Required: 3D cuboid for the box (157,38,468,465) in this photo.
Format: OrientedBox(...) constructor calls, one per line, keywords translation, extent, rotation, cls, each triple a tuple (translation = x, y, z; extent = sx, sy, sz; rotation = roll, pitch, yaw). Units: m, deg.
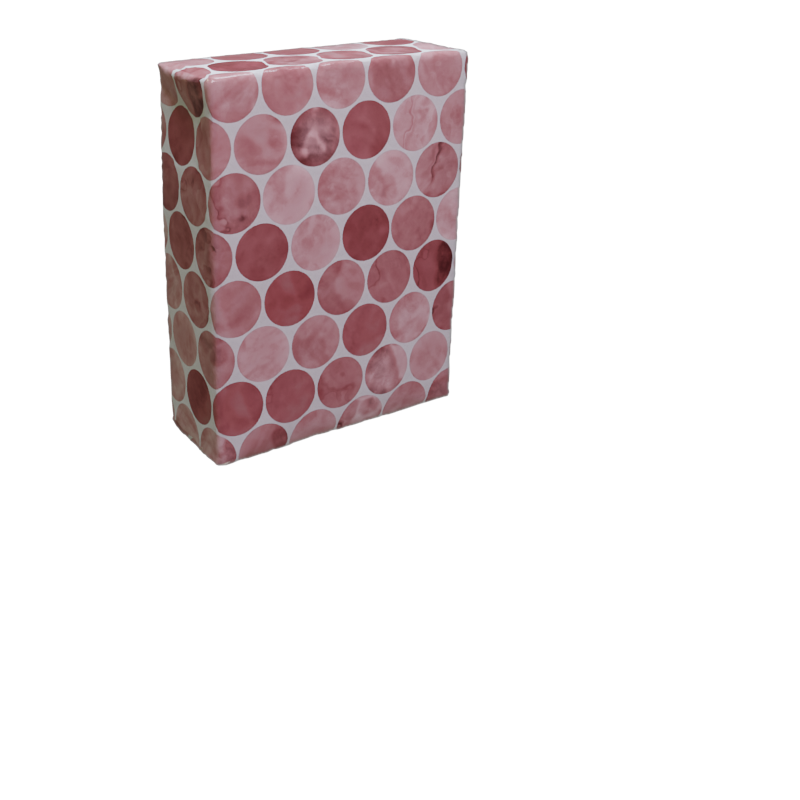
OrientedBox(translation=(-0.049, -0.090, 0.629), extent=(0.161, 0.204, 0.077), rotation=(-14, 25, -33), cls="box")
